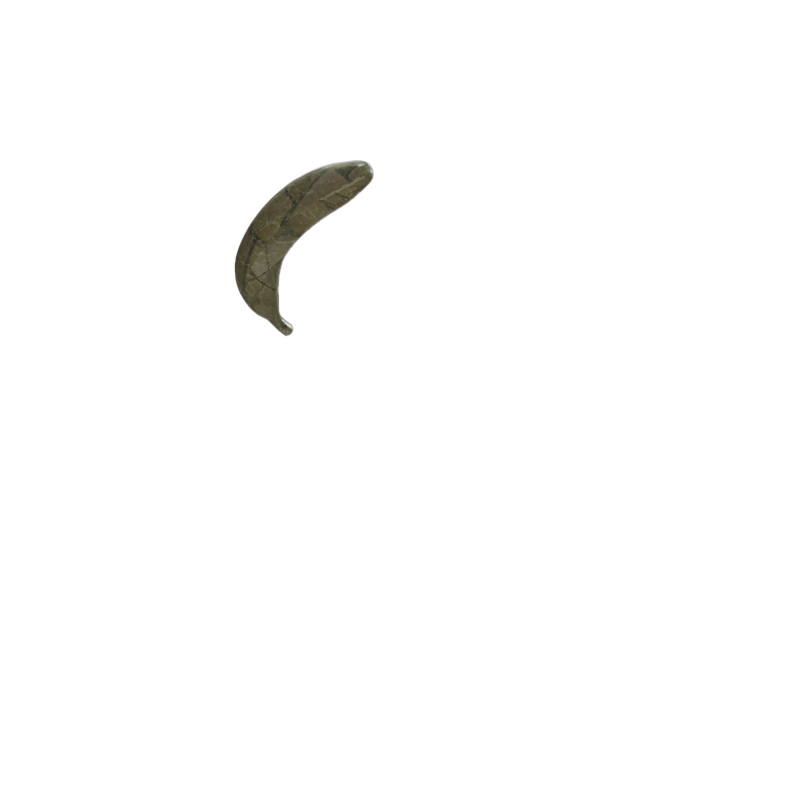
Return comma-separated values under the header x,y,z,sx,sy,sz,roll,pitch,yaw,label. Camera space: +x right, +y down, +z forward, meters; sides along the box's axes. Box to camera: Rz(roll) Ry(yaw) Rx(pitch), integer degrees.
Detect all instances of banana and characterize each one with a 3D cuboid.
x,y,z,sx,sy,sz,roll,pitch,yaw,label
-0.087,-0.126,0.869,0.067,0.039,0.190,14,-40,-18,banana
